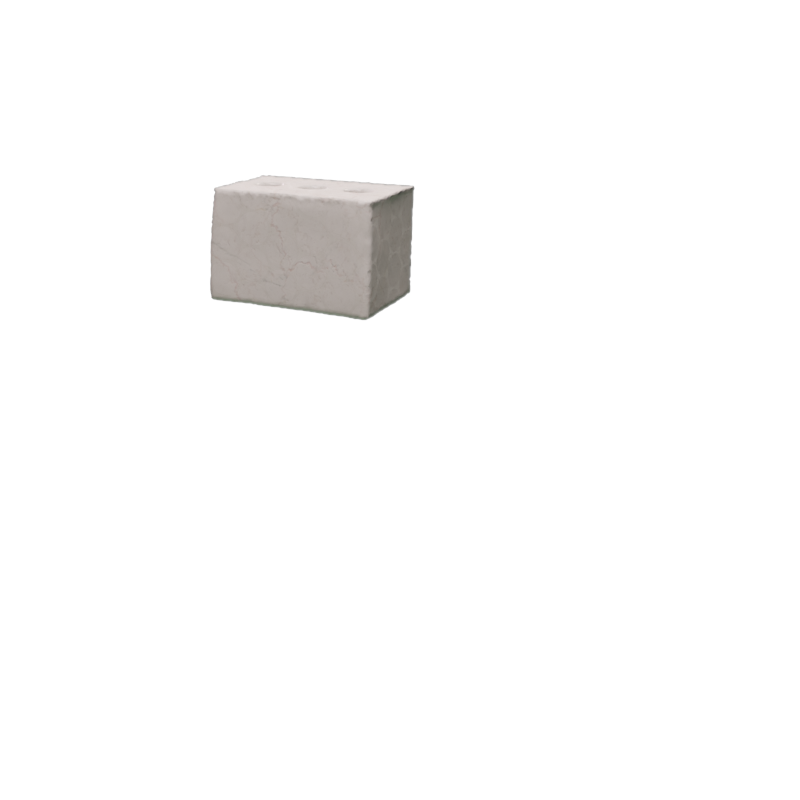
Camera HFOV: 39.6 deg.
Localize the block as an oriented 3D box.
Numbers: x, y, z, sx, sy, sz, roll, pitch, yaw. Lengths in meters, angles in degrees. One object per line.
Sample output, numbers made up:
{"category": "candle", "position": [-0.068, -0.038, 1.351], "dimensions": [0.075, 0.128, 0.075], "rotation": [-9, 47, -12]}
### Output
{"category": "block", "position": [-0.039, -0.071, 0.495], "dimensions": [0.081, 0.050, 0.053], "rotation": [8, 18, 23]}
